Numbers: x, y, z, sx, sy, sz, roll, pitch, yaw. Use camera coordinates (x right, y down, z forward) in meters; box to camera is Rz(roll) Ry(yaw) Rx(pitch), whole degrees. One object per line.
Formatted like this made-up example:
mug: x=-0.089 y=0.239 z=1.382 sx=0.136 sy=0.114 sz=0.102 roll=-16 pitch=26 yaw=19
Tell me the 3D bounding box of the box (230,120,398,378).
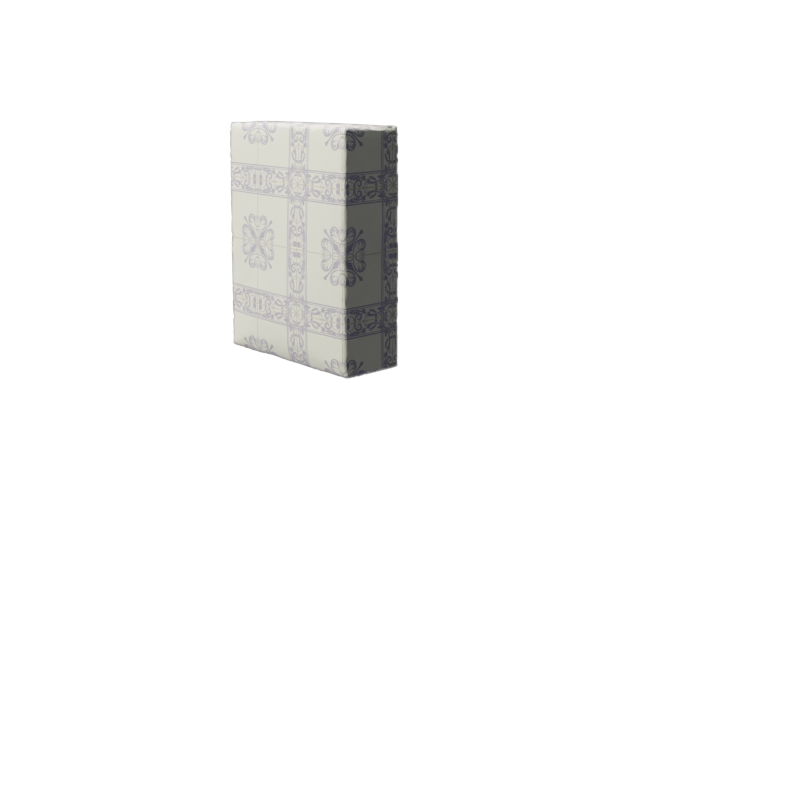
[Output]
box: x=-0.078 y=-0.143 z=0.999 sx=0.070 sy=0.209 sz=0.173 roll=-8 pitch=14 yaw=-42
